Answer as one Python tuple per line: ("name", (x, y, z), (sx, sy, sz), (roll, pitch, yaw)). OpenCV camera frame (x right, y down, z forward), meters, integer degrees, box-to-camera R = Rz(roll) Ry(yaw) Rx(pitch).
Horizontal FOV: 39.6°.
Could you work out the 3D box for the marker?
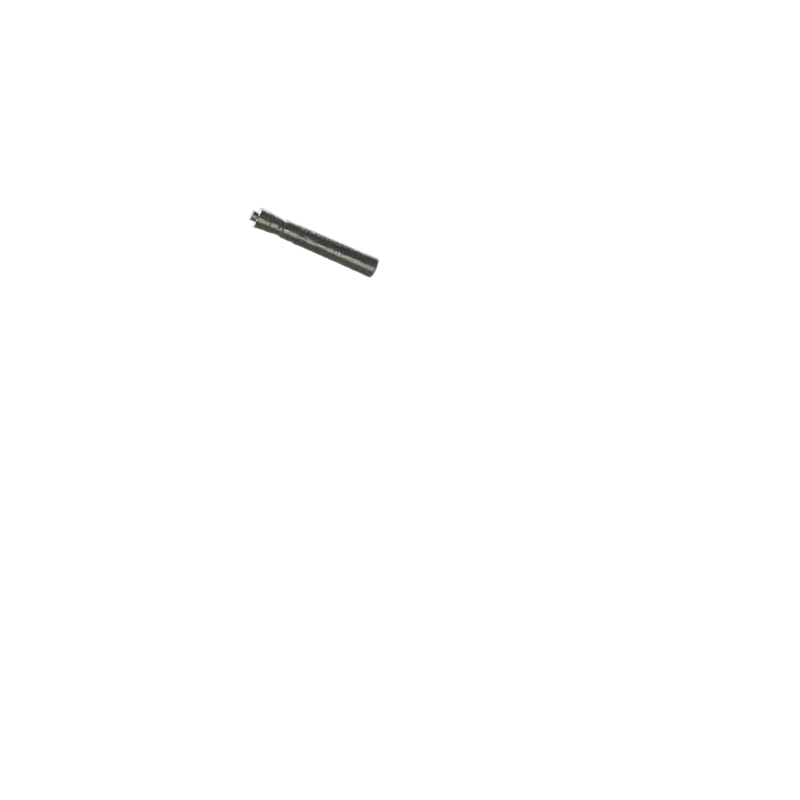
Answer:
("marker", (-0.077, -0.140, 0.983), (0.119, 0.020, 0.020), (23, 0, -8))
